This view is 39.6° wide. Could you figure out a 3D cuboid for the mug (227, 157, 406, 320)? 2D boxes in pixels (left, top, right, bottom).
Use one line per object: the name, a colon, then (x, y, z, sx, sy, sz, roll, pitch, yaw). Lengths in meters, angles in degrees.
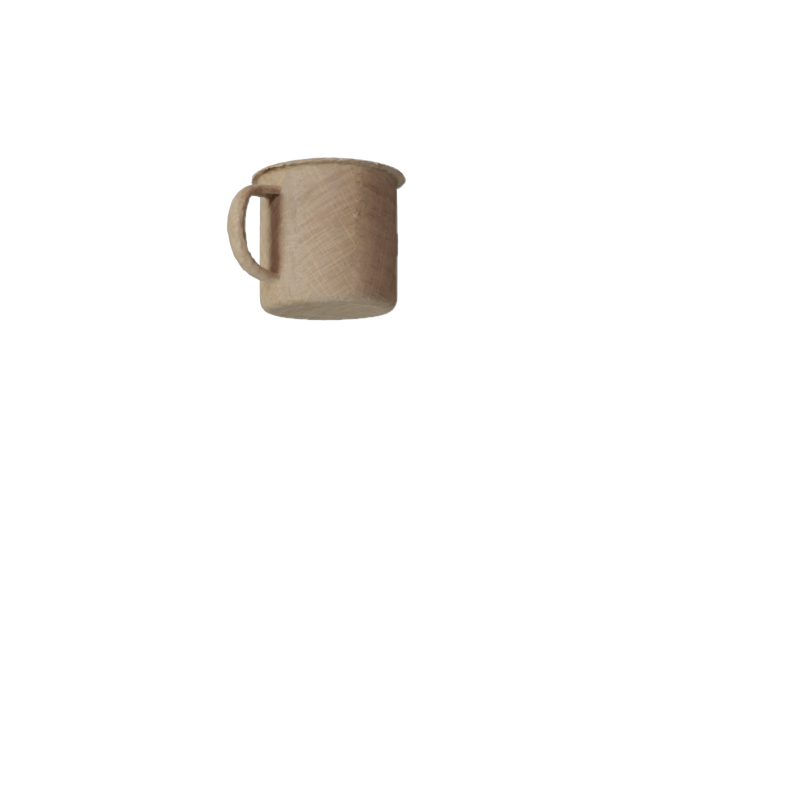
mug: (-0.051, -0.093, 0.653, 0.111, 0.084, 0.096, 6, -10, -43)
